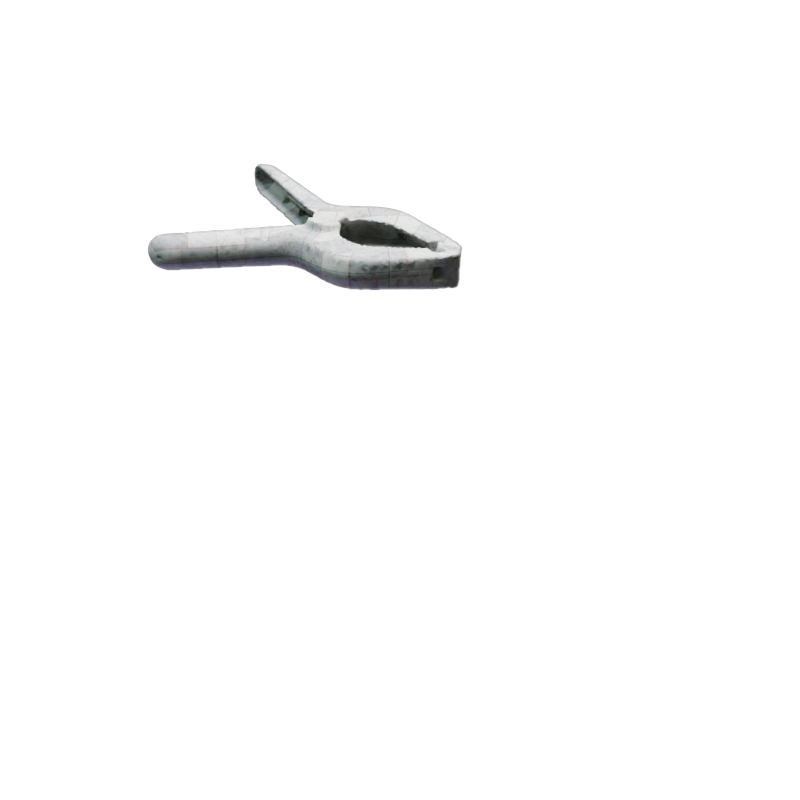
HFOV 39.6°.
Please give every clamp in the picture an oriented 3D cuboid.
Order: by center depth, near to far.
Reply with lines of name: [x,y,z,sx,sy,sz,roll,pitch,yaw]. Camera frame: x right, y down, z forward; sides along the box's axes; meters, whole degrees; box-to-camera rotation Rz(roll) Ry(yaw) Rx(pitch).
clamp: [-0.062,-0.112,0.788,0.220,0.034,0.167,19,38,26]
